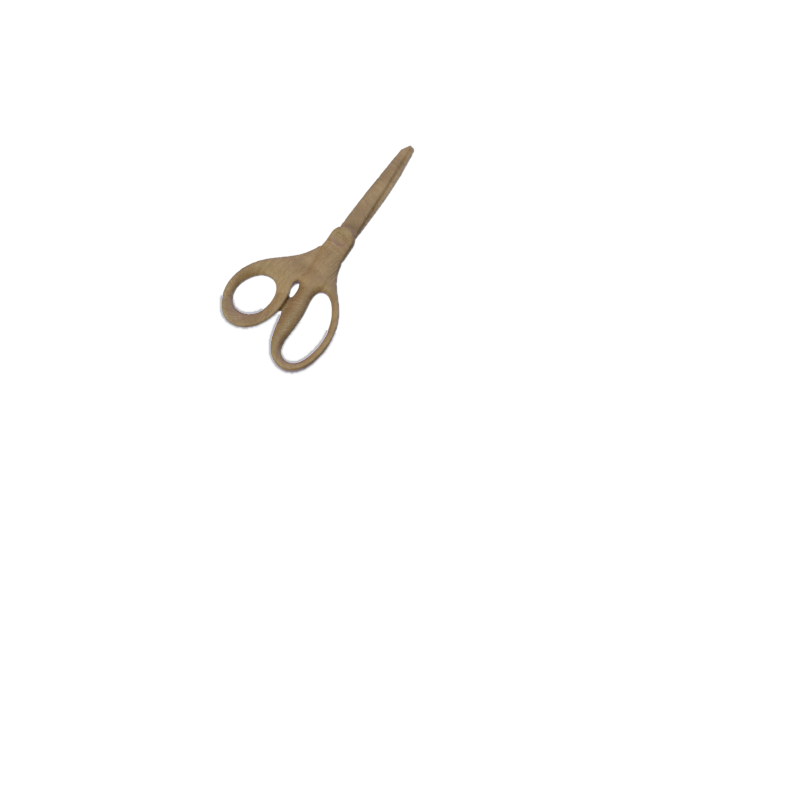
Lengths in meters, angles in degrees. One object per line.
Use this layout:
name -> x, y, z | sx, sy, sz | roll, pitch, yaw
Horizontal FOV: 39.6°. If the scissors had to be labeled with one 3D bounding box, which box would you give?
scissors -> -0.065, -0.118, 0.825 | 0.097, 0.209, 0.015 | 16, -22, 7
